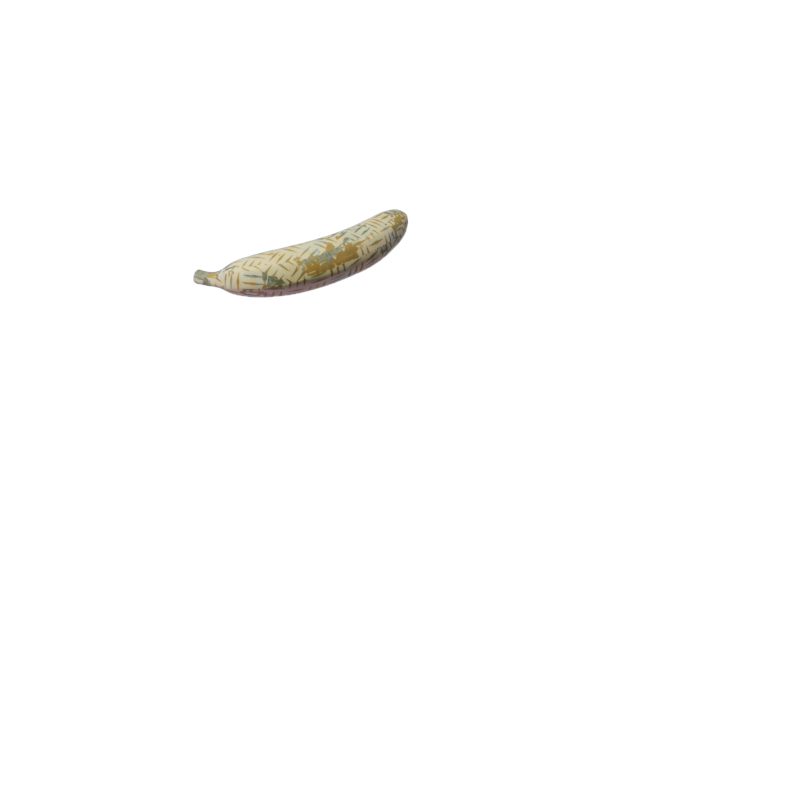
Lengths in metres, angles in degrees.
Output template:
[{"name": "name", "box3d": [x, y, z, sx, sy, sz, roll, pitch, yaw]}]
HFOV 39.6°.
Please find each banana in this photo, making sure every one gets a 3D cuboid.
[{"name": "banana", "box3d": [-0.065, -0.119, 0.895, 0.195, 0.034, 0.075, -19, 39, -25]}]
